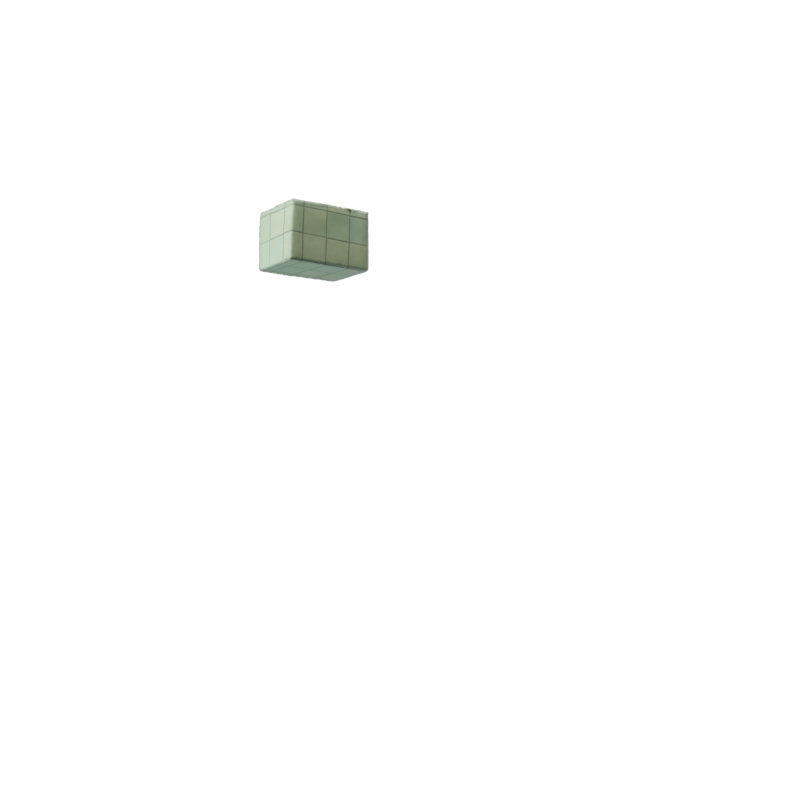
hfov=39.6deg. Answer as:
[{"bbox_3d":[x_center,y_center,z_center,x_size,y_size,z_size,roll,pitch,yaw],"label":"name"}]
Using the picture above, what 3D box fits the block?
[{"bbox_3d":[-0.072,-0.131,0.916,0.074,0.053,0.054,6,-12,-35],"label":"block"}]
